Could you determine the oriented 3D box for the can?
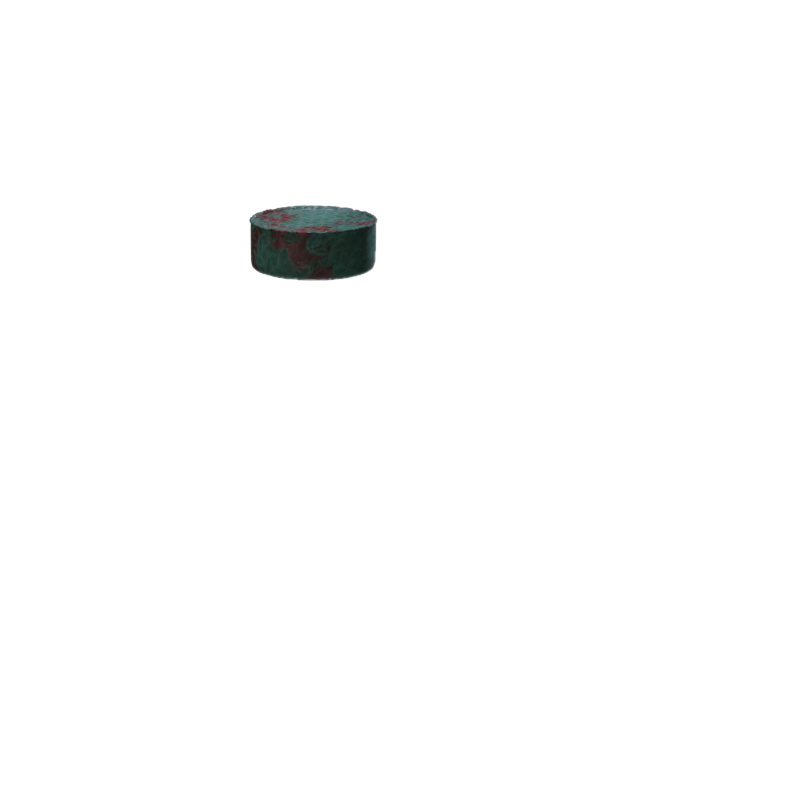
[{"bbox_3d":[-0.058,-0.107,0.747,0.086,0.032,0.089,-1,20,-2],"label":"can"}]
